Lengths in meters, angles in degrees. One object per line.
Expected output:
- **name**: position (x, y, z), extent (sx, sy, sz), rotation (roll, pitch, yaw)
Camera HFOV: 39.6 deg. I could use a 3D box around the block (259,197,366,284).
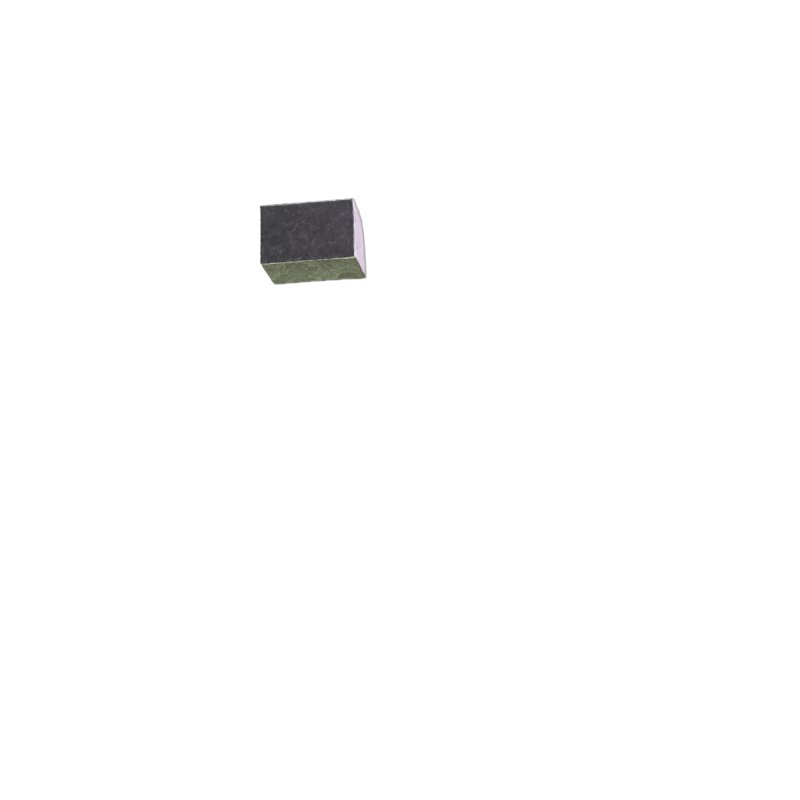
- **block**: position (-0.069, -0.126, 0.882), extent (0.079, 0.054, 0.050), rotation (-3, -17, 8)
